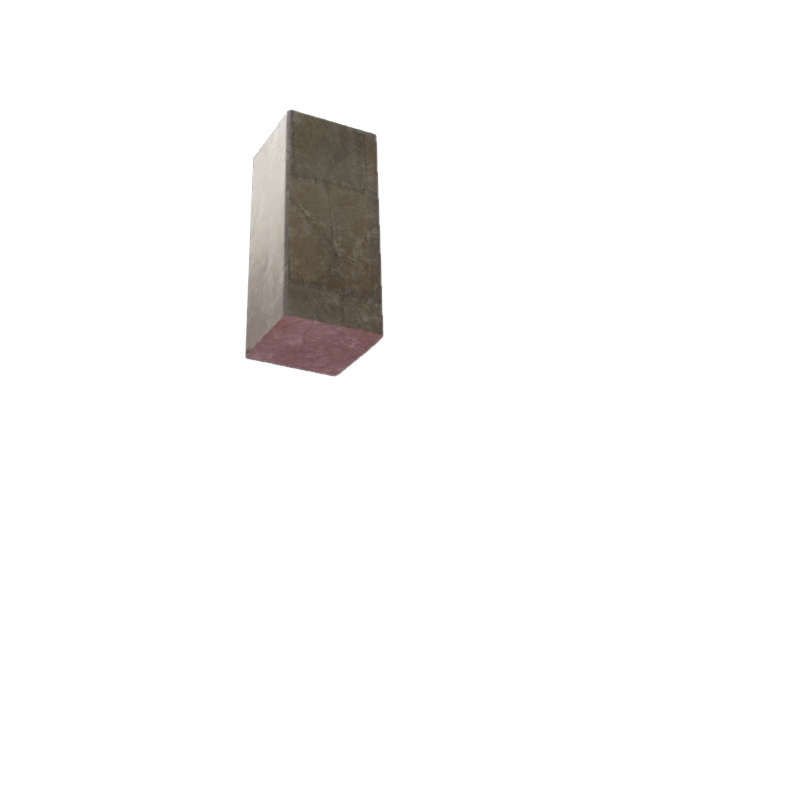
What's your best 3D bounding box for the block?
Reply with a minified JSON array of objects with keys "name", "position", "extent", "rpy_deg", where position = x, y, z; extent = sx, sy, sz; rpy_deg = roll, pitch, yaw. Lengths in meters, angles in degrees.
[{"name":"block","position":[-0.076,-0.138,0.971],"extent":[0.087,0.219,0.088],"rpy_deg":[13,-32,-25]}]
